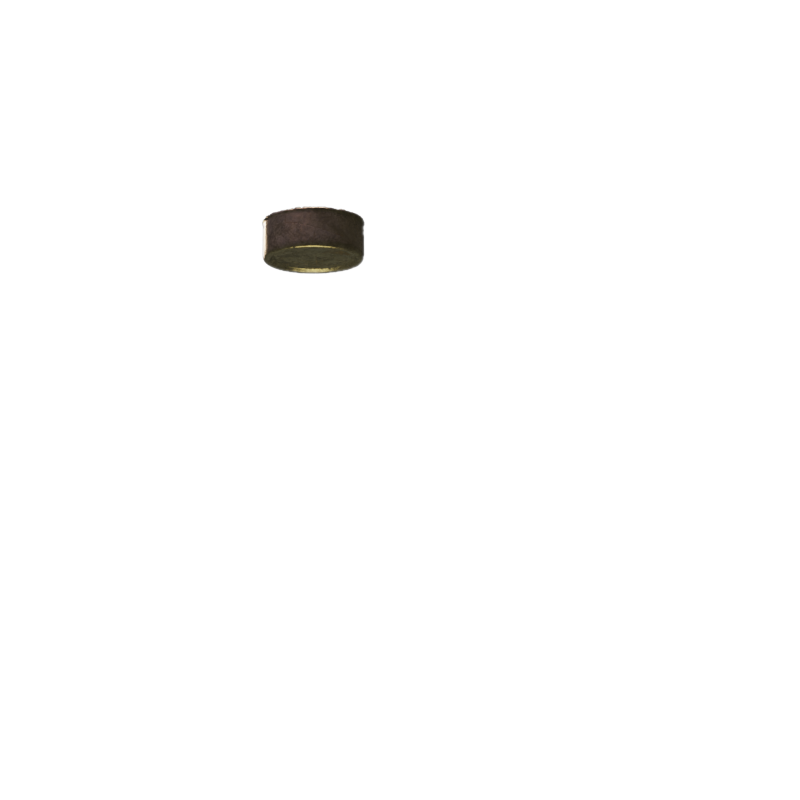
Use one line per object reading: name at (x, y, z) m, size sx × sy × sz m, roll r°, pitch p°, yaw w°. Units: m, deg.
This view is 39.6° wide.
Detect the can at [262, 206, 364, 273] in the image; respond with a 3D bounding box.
can at (-0.072, -0.132, 0.922) m, size 0.086 × 0.035 × 0.083 m, roll 0°, pitch -10°, yaw -2°
